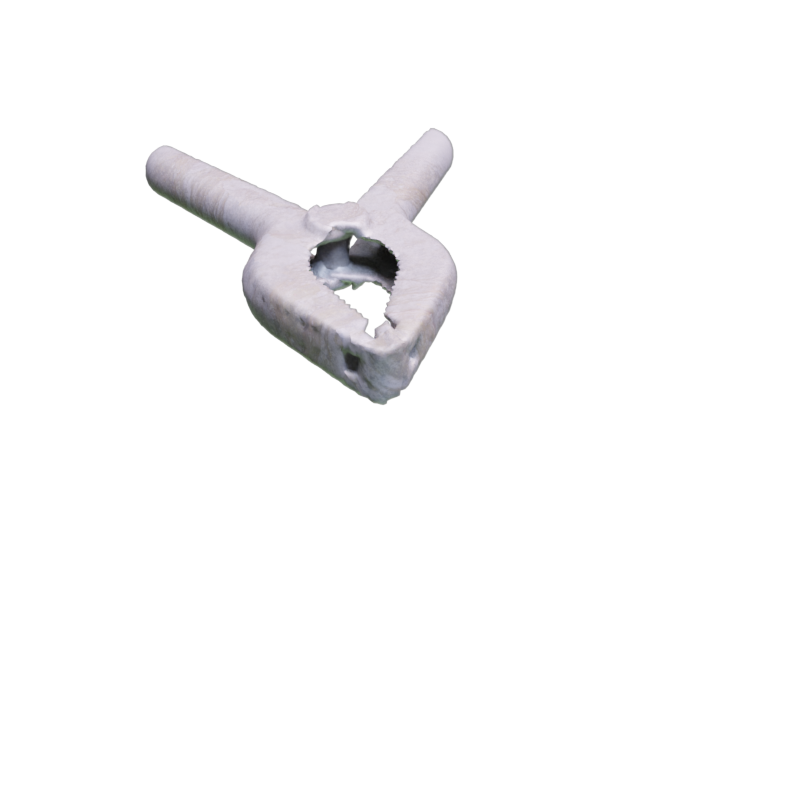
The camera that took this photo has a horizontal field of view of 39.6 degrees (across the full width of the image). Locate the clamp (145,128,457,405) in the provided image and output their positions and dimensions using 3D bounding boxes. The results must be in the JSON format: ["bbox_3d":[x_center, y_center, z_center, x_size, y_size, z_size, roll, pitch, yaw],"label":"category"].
[{"bbox_3d":[-0.041,-0.074,0.518,0.163,0.034,0.225,-4,36,-5],"label":"clamp"}]
